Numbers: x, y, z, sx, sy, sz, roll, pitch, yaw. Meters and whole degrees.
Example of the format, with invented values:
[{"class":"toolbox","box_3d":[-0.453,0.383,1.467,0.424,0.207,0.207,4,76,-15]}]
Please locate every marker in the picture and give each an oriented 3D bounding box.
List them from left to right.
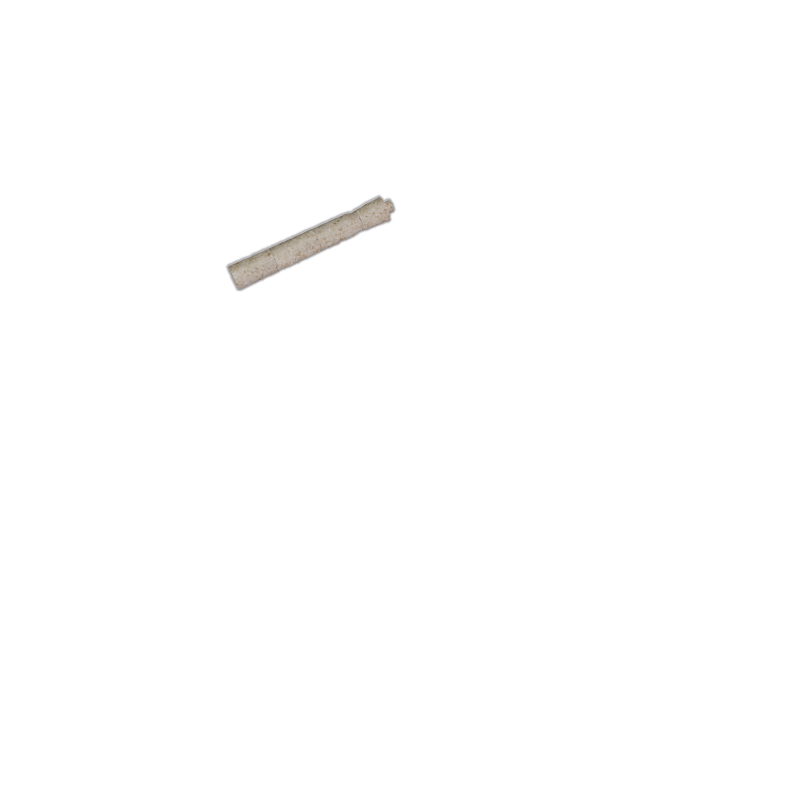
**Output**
[{"class":"marker","box_3d":[-0.059,-0.108,0.756,0.121,0.019,0.020,-26,8,-7]}]
